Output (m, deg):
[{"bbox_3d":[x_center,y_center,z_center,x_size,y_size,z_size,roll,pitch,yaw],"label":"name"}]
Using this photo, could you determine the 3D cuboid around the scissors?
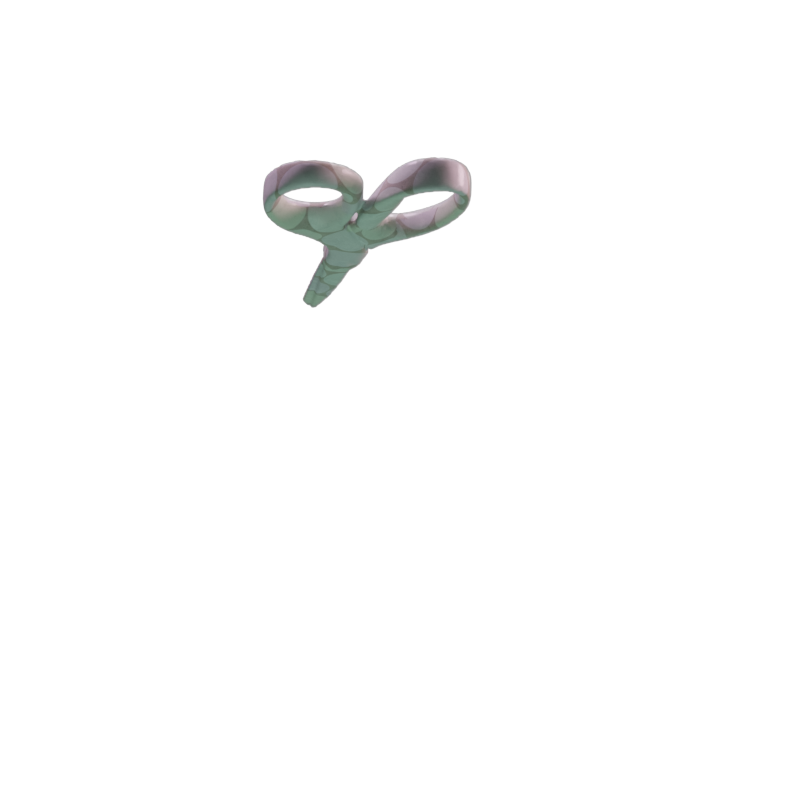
[{"bbox_3d":[-0.041,-0.075,0.527,0.092,0.016,0.202,6,-13,-28],"label":"scissors"}]
